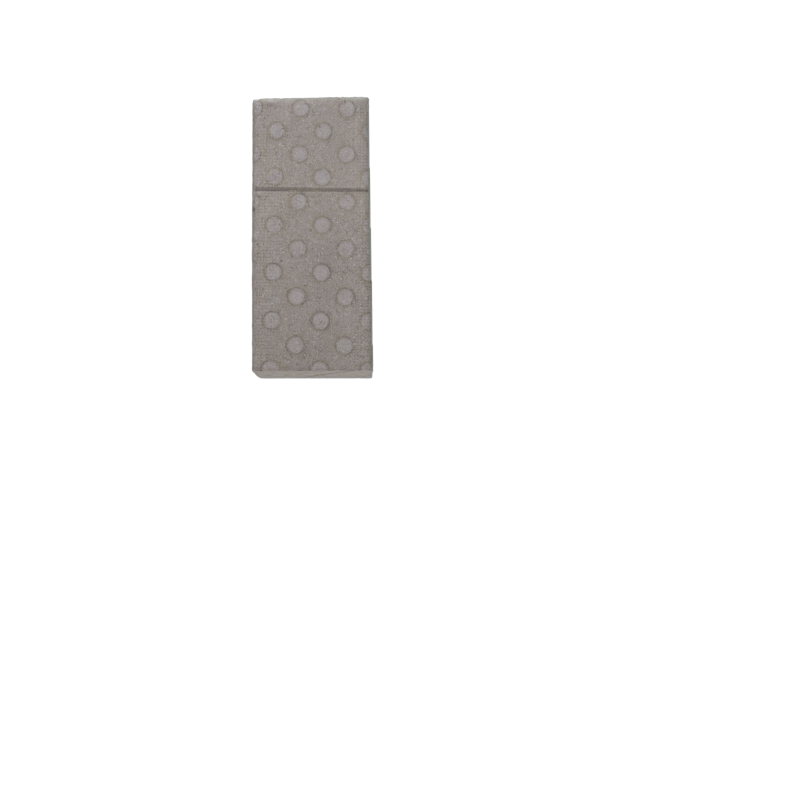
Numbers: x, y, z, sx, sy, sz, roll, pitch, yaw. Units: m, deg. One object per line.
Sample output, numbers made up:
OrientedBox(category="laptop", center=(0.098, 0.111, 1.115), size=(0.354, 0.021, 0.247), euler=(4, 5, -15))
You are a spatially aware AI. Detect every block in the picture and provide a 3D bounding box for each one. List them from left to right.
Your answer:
OrientedBox(category="block", center=(-0.068, -0.123, 0.860), size=(0.091, 0.211, 0.088), euler=(-1, -9, 0))
